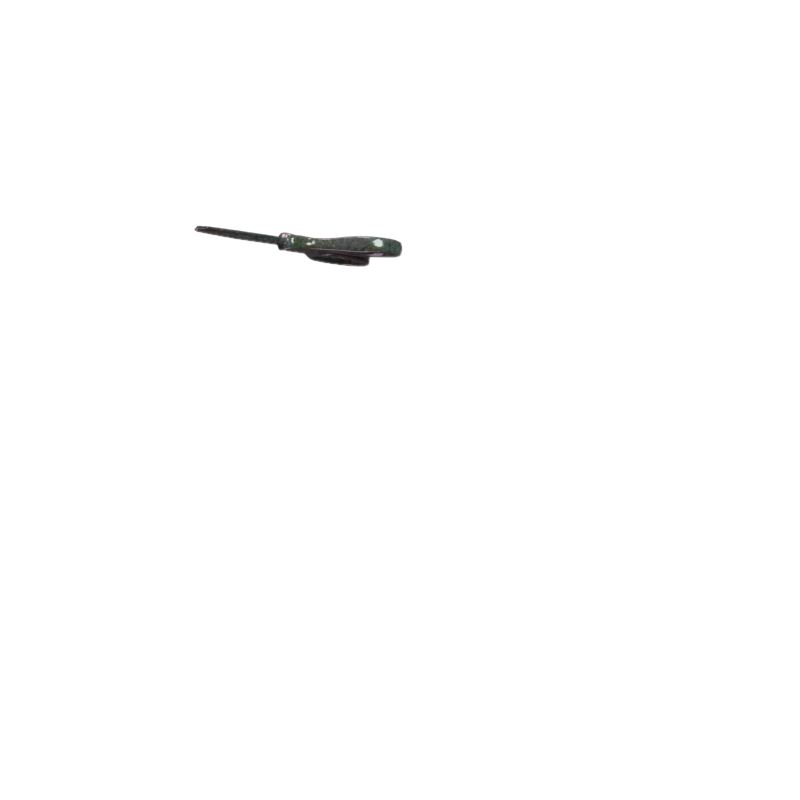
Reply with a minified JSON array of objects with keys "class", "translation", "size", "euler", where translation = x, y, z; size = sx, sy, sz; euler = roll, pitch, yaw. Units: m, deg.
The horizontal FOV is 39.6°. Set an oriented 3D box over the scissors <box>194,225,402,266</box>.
[{"class":"scissors","translation":[-0.074,-0.135,0.943],"size":[0.099,0.016,0.192],"euler":[-2,-3,32]}]
